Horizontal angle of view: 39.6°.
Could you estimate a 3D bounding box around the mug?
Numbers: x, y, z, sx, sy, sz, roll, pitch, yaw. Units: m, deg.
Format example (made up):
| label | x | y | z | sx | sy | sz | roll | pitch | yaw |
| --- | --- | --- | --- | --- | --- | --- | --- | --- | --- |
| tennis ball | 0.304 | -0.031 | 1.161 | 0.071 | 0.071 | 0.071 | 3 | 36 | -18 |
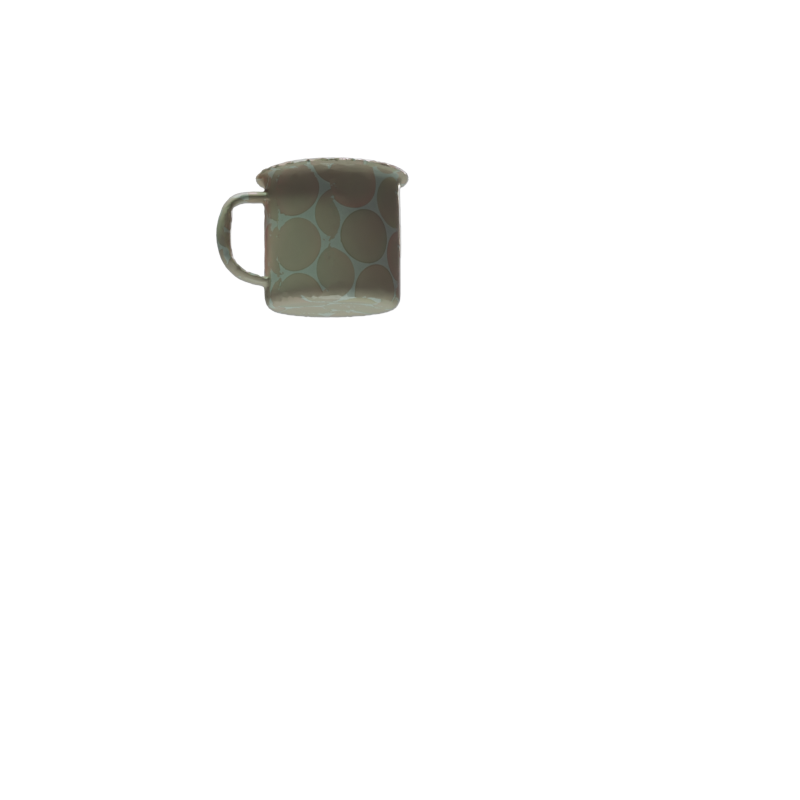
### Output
| label | x | y | z | sx | sy | sz | roll | pitch | yaw |
| --- | --- | --- | --- | --- | --- | --- | --- | --- | --- |
| mug | -0.052 | -0.095 | 0.664 | 0.114 | 0.083 | 0.094 | 2 | -7 | -19 |
